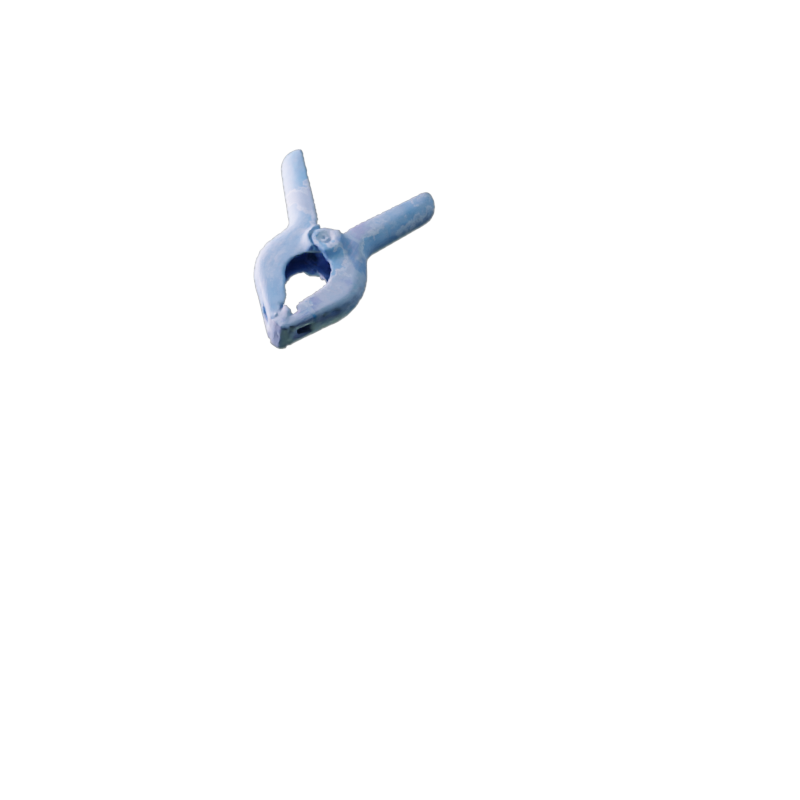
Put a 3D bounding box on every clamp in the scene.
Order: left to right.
[{"bbox_3d":[-0.062,-0.114,0.795,0.125,0.036,0.177,22,52,18],"label":"clamp"}]
